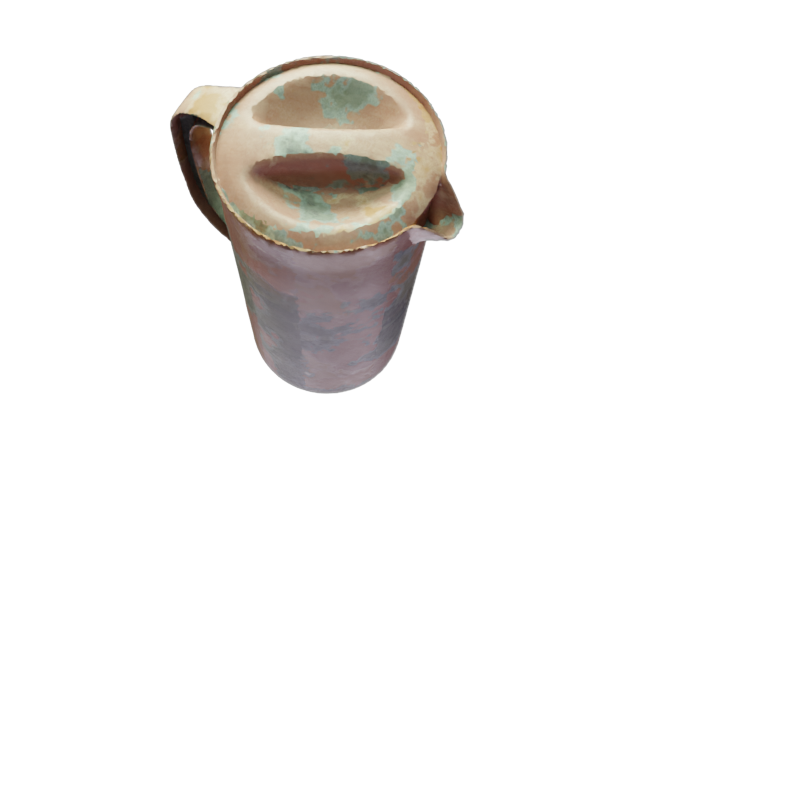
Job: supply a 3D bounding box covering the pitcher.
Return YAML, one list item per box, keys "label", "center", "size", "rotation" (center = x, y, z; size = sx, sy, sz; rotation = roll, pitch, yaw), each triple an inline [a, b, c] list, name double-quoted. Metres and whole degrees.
- label: "pitcher"
  center: [-0.056, -0.102, 0.716]
  size: [0.144, 0.159, 0.230]
  rotation: [-15, -23, -10]
